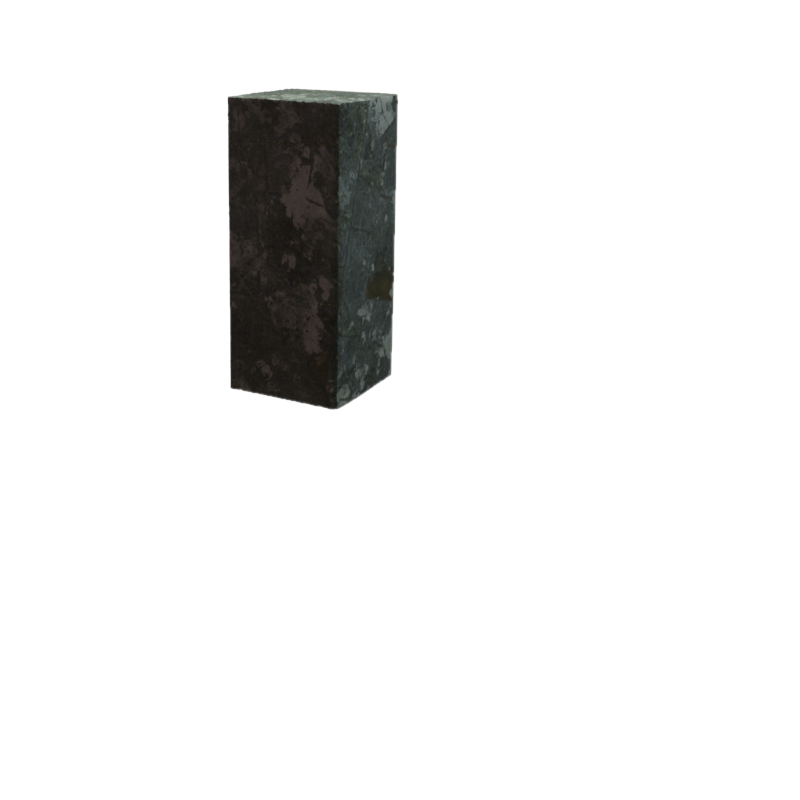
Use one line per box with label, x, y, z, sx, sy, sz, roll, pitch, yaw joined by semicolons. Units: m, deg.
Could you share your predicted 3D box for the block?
block;-0.061;-0.111;0.780;0.094;0.200;0.089;8;15;27
